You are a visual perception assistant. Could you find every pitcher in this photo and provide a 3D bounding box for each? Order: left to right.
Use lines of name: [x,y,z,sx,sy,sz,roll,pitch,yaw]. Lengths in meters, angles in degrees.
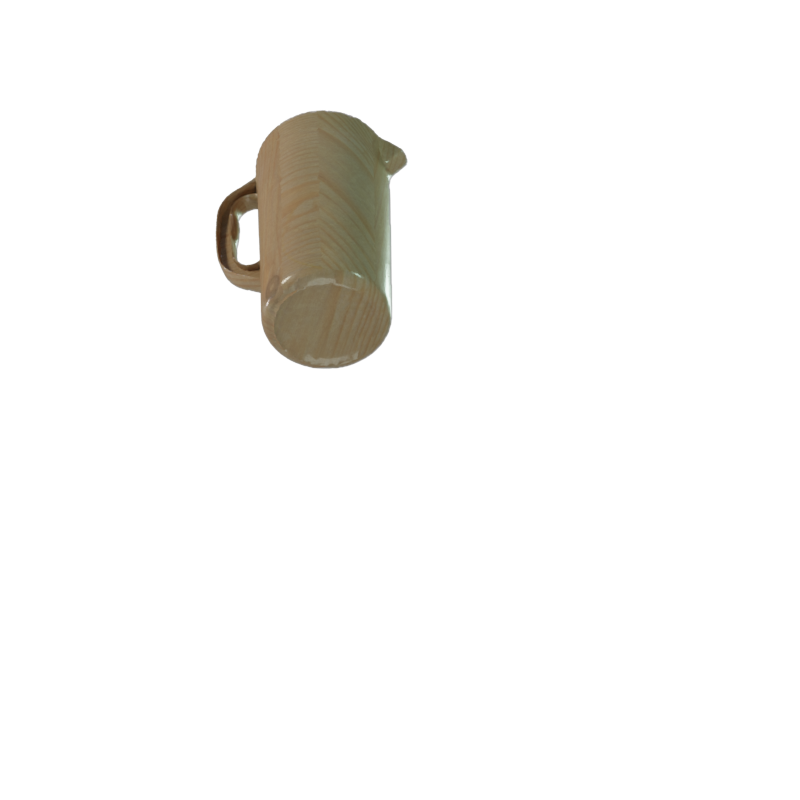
pitcher: [-0.078,-0.143,0.999,0.139,0.144,0.261,22,36,-21]
